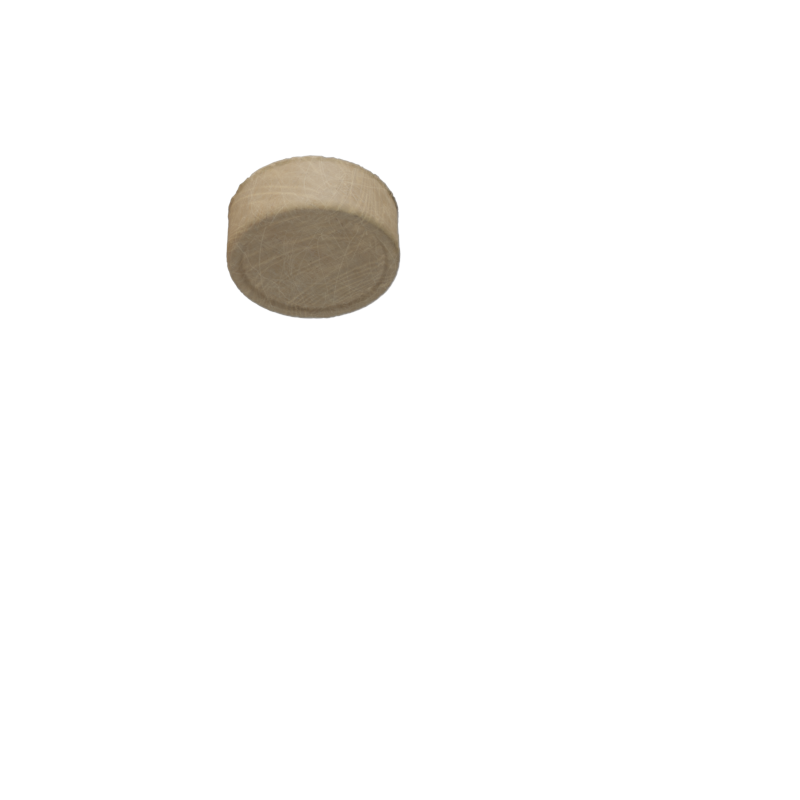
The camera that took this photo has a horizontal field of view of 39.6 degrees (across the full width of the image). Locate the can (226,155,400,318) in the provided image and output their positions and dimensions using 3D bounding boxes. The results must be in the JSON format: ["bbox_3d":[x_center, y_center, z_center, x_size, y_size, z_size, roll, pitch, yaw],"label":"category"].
[{"bbox_3d":[-0.043,-0.078,0.545,0.086,0.036,0.080,1,-38,-2],"label":"can"}]
